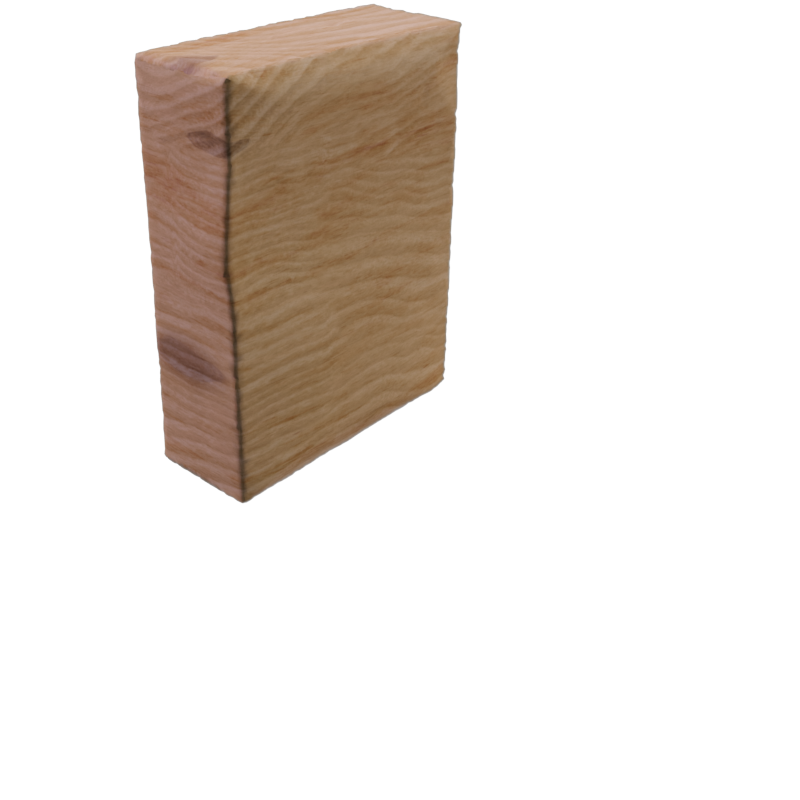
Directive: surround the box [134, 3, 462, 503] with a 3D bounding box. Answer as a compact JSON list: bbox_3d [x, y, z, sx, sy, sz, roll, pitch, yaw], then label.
[{"bbox_3d":[-0.044,-0.081,0.565,0.076,0.203,0.163,21,33,36],"label":"box"}]
